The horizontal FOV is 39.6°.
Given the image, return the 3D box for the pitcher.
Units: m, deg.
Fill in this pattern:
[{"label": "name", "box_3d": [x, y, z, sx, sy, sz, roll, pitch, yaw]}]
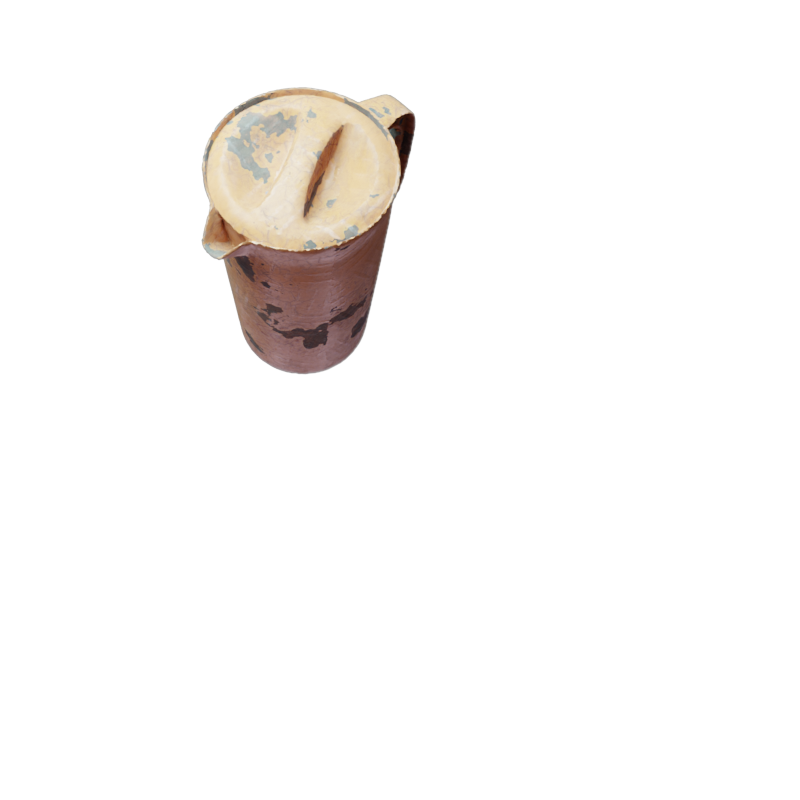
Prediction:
[{"label": "pitcher", "box_3d": [-0.066, -0.121, 0.844, 0.149, 0.154, 0.230, 1, -25, -3]}]
